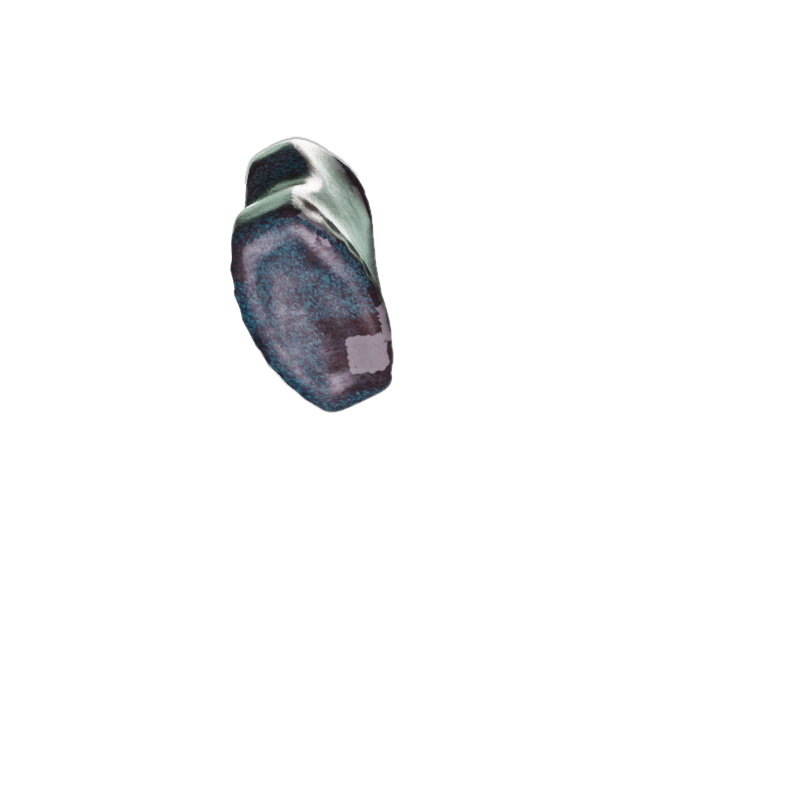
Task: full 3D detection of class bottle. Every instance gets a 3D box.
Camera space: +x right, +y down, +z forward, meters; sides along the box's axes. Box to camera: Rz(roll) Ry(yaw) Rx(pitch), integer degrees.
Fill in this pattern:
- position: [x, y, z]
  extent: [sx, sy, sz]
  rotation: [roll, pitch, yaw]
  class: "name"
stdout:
- position: [-0.043, -0.079, 0.553]
  extent: [0.058, 0.091, 0.202]
  rotation: [-27, 25, 9]
  class: "bottle"
